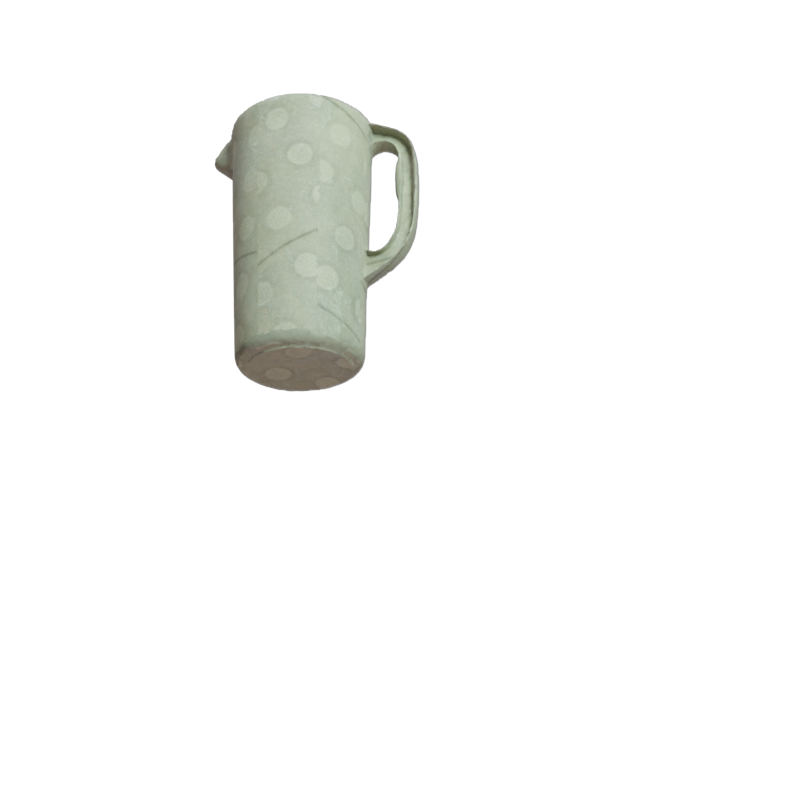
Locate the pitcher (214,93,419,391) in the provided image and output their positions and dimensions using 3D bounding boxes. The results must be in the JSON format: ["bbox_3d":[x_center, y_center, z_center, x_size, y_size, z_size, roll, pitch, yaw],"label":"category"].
[{"bbox_3d":[-0.076,-0.138,0.966,0.138,0.258,0.148,17,-33,-31],"label":"pitcher"}]
